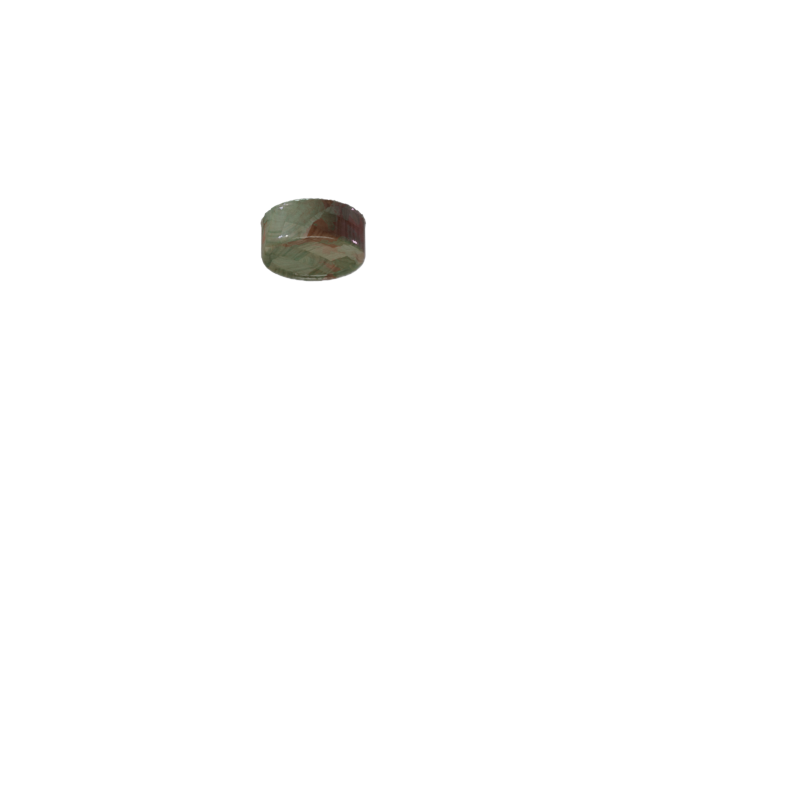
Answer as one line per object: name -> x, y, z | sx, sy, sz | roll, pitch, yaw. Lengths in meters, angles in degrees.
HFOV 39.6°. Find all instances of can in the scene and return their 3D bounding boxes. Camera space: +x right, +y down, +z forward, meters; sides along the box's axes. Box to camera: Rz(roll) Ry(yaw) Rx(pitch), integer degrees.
can -> -0.070, -0.128, 0.896 | 0.086, 0.035, 0.082 | 0, -21, -2
